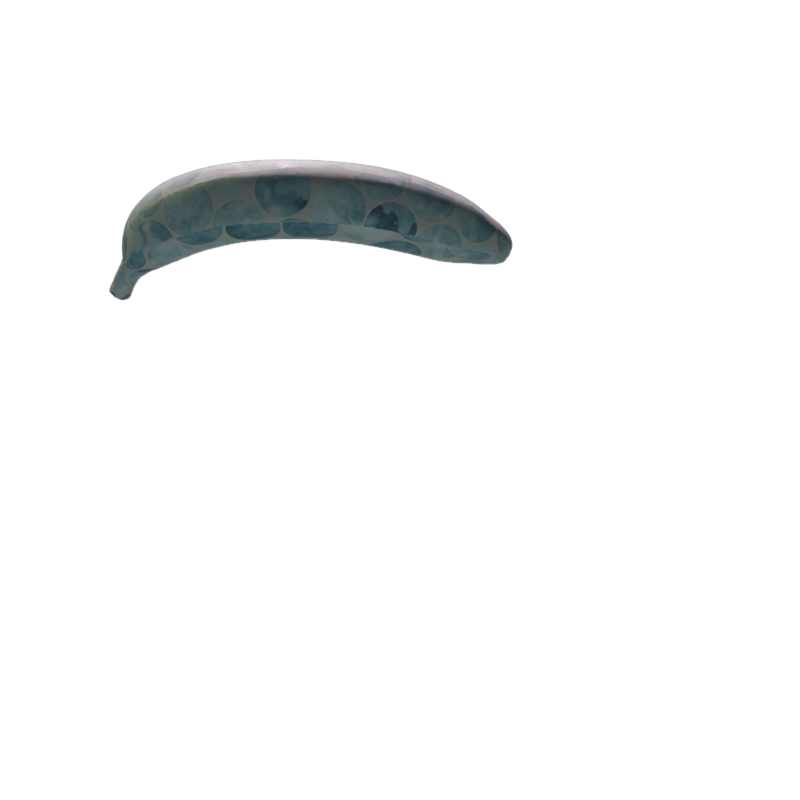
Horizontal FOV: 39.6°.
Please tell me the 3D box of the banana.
[{"bbox_3d":[-0.047,-0.085,0.522,0.199,0.039,0.065,-3,-30,5],"label":"banana"}]
